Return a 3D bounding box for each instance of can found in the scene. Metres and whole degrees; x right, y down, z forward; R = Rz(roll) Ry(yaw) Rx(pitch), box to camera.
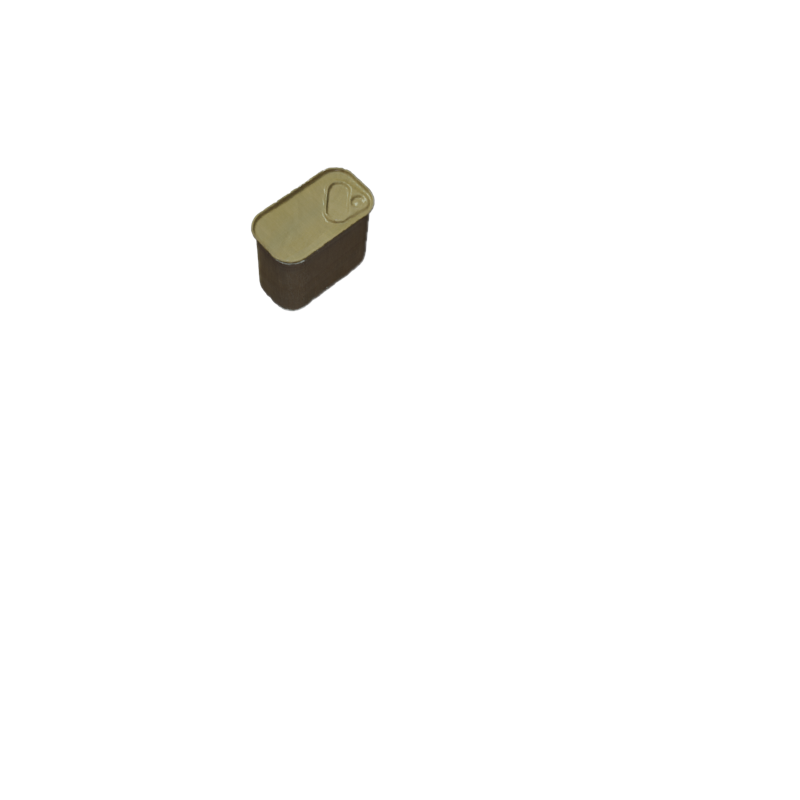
[{"bbox_3d":[-0.072,-0.132,0.922,0.103,0.061,0.079,-38,-21,-21],"label":"can"}]
